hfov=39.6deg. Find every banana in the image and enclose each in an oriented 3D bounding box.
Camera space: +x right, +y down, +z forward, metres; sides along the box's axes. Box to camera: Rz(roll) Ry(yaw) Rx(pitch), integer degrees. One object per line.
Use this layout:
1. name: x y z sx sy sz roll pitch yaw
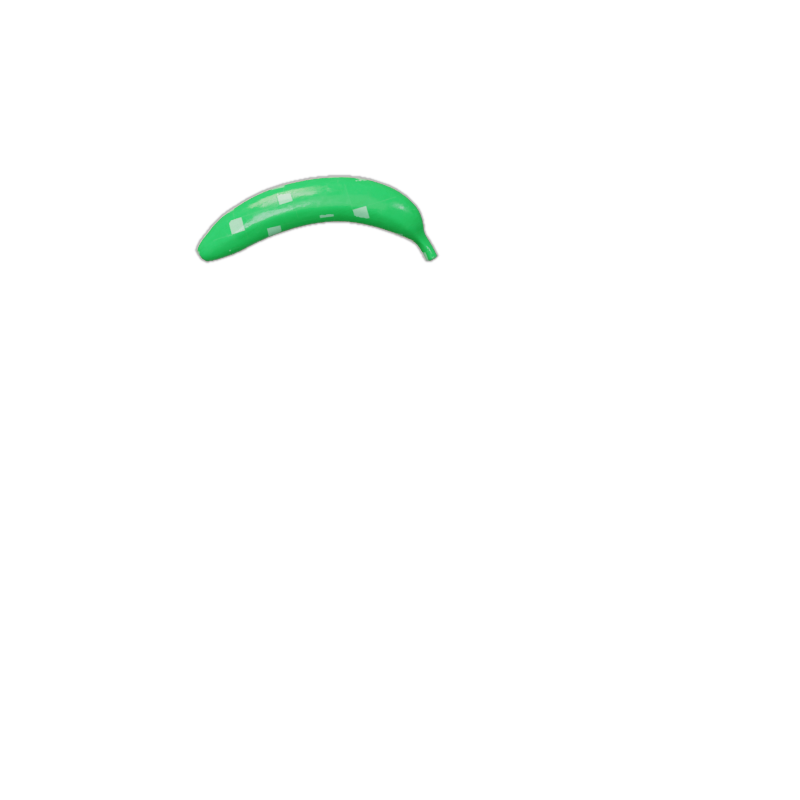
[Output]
1. banana: -0.067 -0.147 0.903 0.198 0.070 0.036 0 -3 0
